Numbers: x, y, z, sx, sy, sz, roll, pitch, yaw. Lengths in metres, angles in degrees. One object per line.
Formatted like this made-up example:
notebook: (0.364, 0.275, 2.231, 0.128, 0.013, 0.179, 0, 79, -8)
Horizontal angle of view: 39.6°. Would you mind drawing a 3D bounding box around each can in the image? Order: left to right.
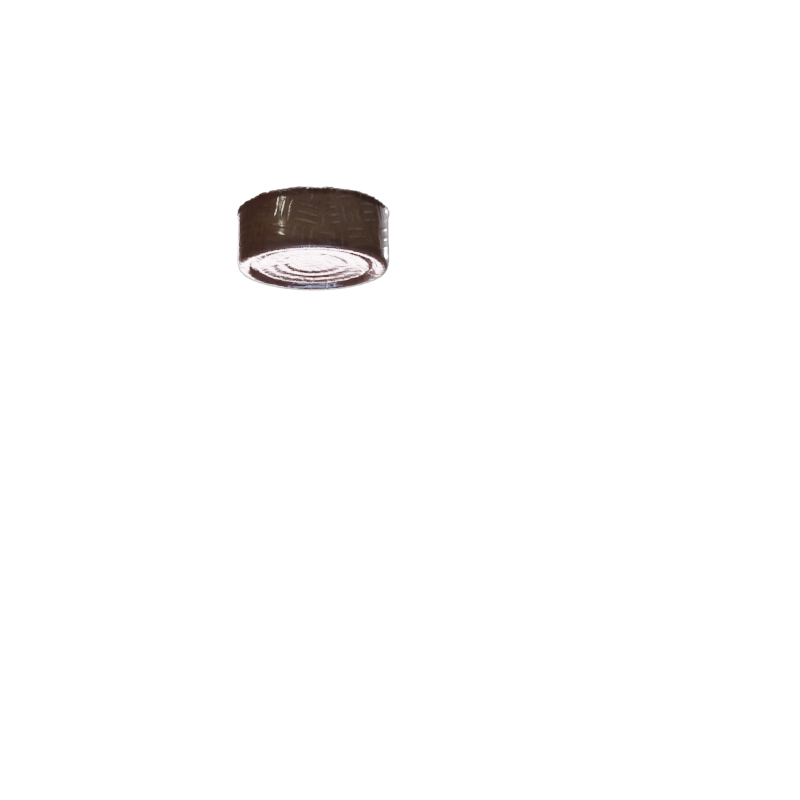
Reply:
can: (-0.049, -0.089, 0.620, 0.086, 0.035, 0.083, 0, -12, -2)
